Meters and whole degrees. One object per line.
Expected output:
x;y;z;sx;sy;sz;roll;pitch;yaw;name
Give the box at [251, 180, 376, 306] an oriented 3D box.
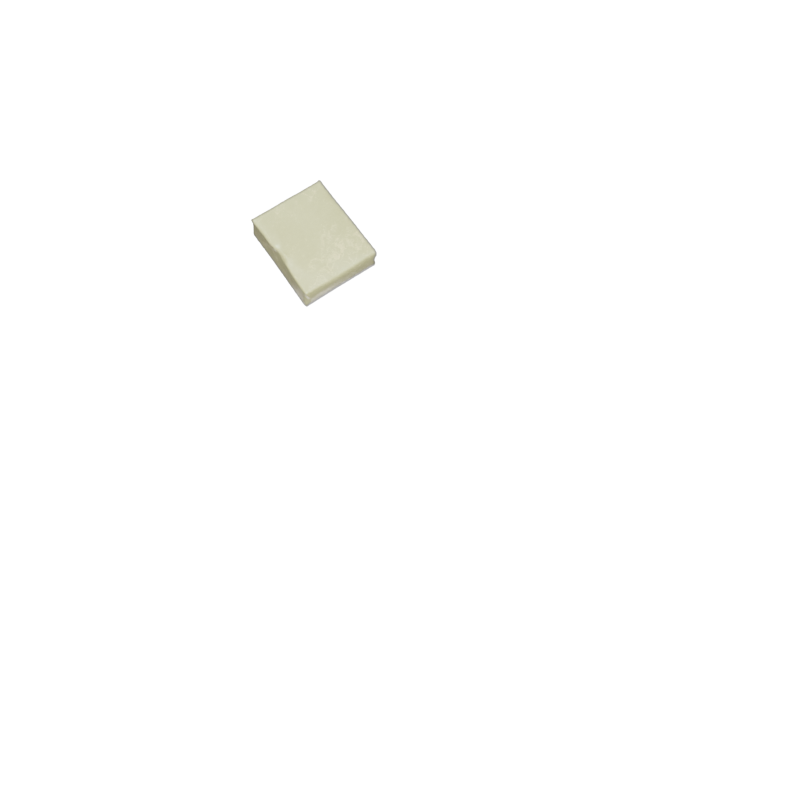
-0.075;-0.137;0.960;0.073;0.094;0.028;-31;-21;-14;box
